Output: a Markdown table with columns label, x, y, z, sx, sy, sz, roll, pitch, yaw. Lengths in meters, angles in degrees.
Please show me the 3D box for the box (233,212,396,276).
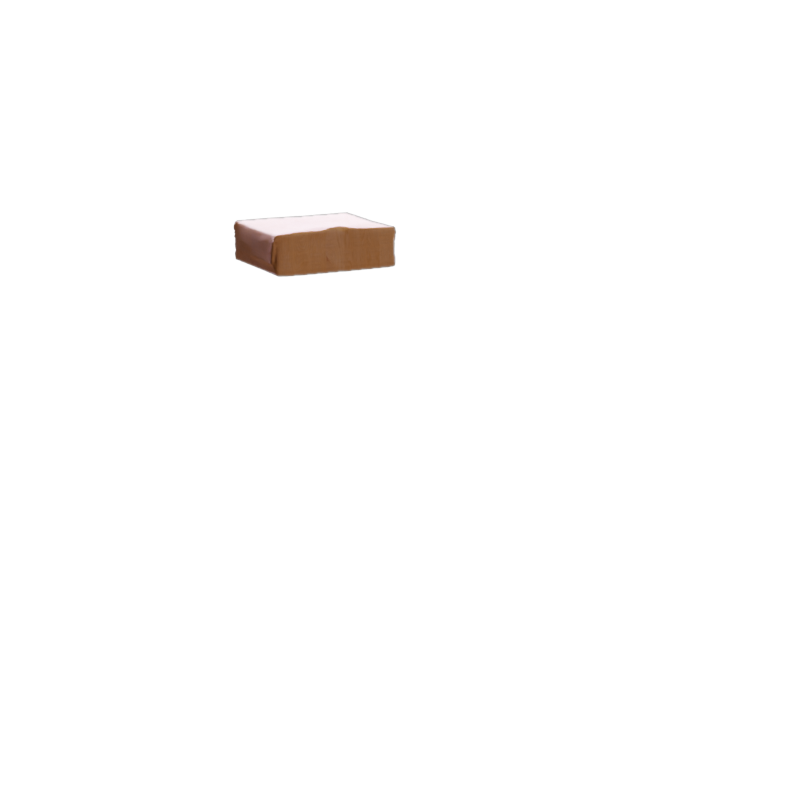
| label | x | y | z | sx | sy | sz | roll | pitch | yaw |
| --- | --- | --- | --- | --- | --- | --- | --- | --- | --- |
| box | -0.058 | -0.106 | 0.745 | 0.087 | 0.029 | 0.077 | -8 | 18 | -25 |
